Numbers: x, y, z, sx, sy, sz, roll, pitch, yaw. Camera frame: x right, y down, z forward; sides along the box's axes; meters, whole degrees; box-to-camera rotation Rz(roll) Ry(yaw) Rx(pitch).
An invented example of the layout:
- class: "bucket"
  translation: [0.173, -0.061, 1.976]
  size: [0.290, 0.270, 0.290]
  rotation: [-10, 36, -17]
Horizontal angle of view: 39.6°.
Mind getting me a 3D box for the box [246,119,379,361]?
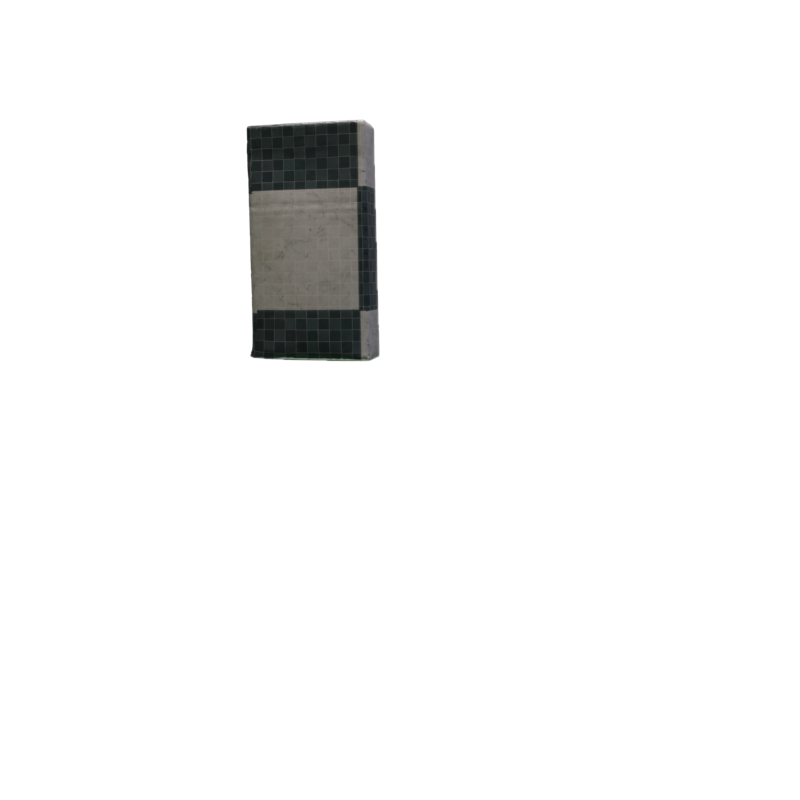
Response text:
- class: "box"
  translation: [-0.065, -0.119, 0.831]
  size: [0.095, 0.177, 0.047]
  rotation: [-1, -3, 14]
